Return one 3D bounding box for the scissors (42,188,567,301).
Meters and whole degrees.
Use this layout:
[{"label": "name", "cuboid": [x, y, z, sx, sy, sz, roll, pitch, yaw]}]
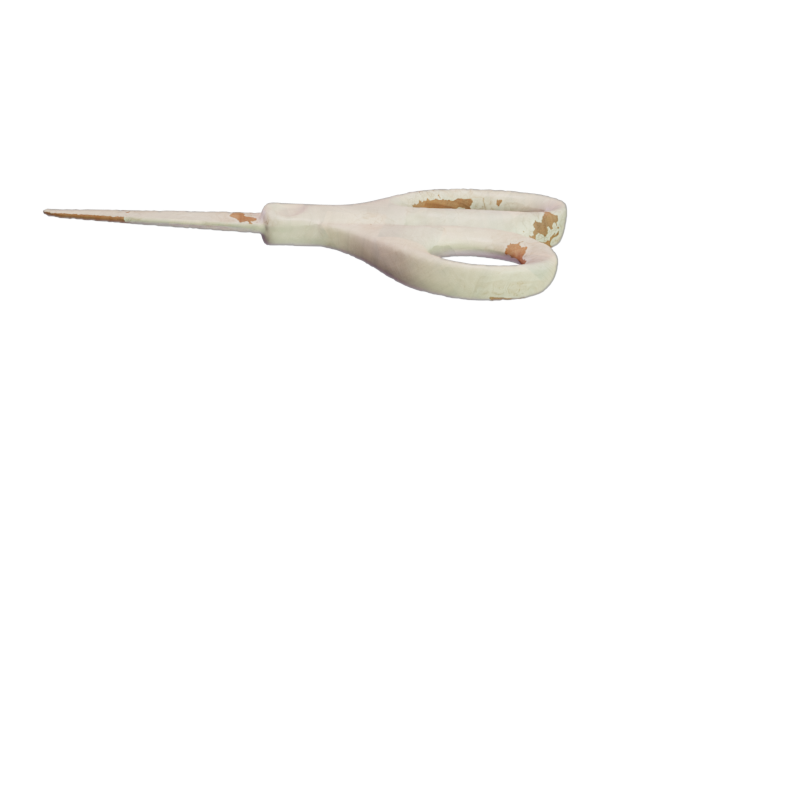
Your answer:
[{"label": "scissors", "cuboid": [-0.032, -0.058, 0.407, 0.200, 0.015, 0.102, -4, 27, -8]}]
